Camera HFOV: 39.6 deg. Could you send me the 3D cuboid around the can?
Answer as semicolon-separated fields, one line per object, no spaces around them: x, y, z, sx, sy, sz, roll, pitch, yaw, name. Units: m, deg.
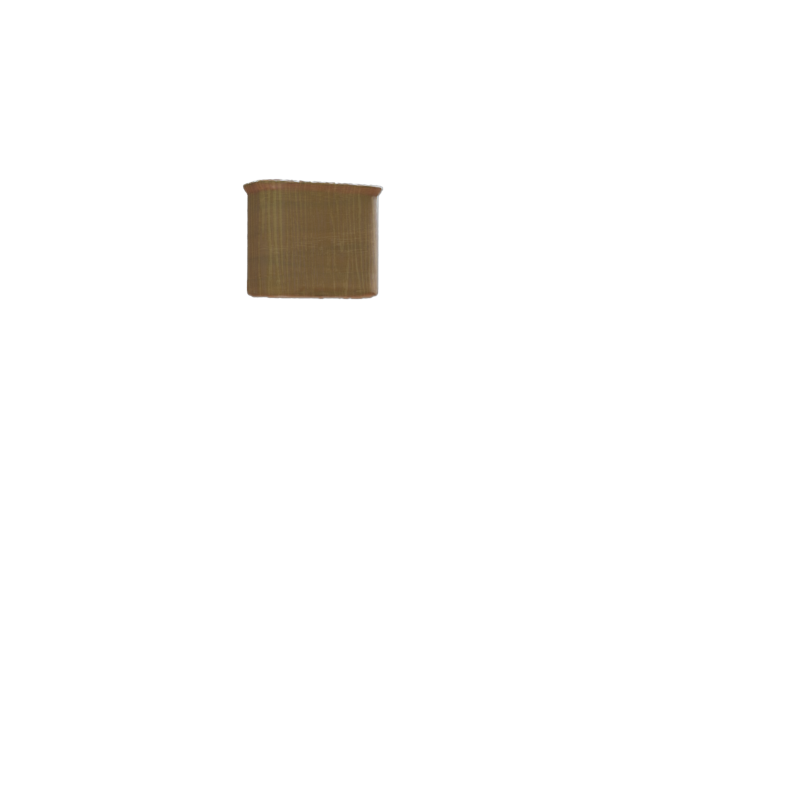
-0.064;-0.117;0.820;0.099;0.084;0.059;-1;-1;-27;can
